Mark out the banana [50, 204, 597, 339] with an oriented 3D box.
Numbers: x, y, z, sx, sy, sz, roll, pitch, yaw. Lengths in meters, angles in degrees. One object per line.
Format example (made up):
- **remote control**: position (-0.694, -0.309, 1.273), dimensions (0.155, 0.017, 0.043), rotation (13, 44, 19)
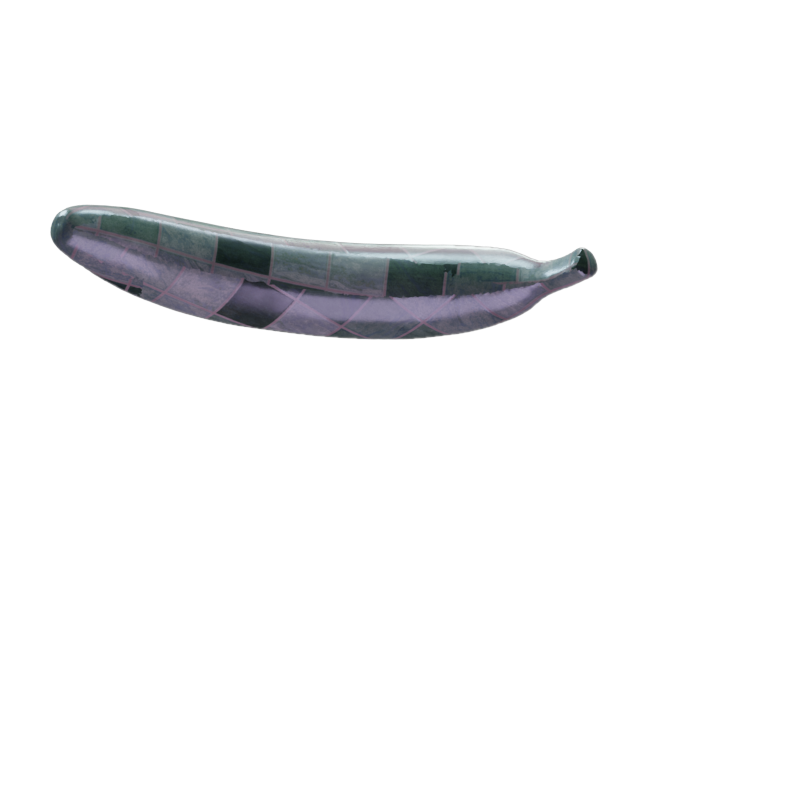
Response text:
- **banana**: position (-0.031, -0.051, 0.428), dimensions (0.196, 0.039, 0.066), rotation (2, -29, -4)
